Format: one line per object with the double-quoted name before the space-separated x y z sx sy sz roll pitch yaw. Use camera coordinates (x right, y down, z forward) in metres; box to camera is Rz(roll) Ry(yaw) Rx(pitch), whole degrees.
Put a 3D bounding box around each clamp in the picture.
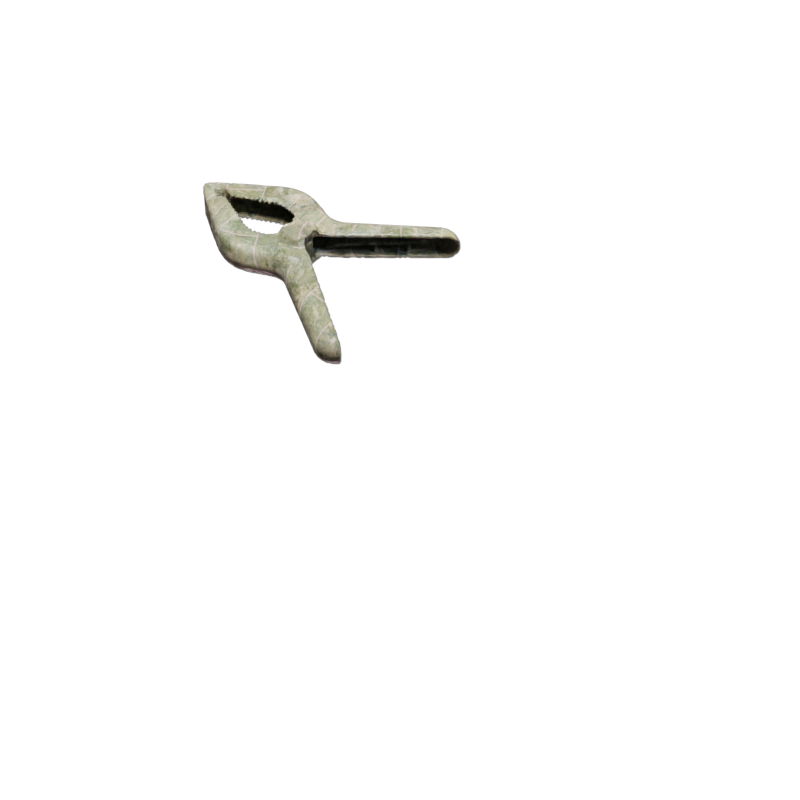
"clamp" -0.069 -0.126 0.882 0.224 0.034 0.165 35 54 30
